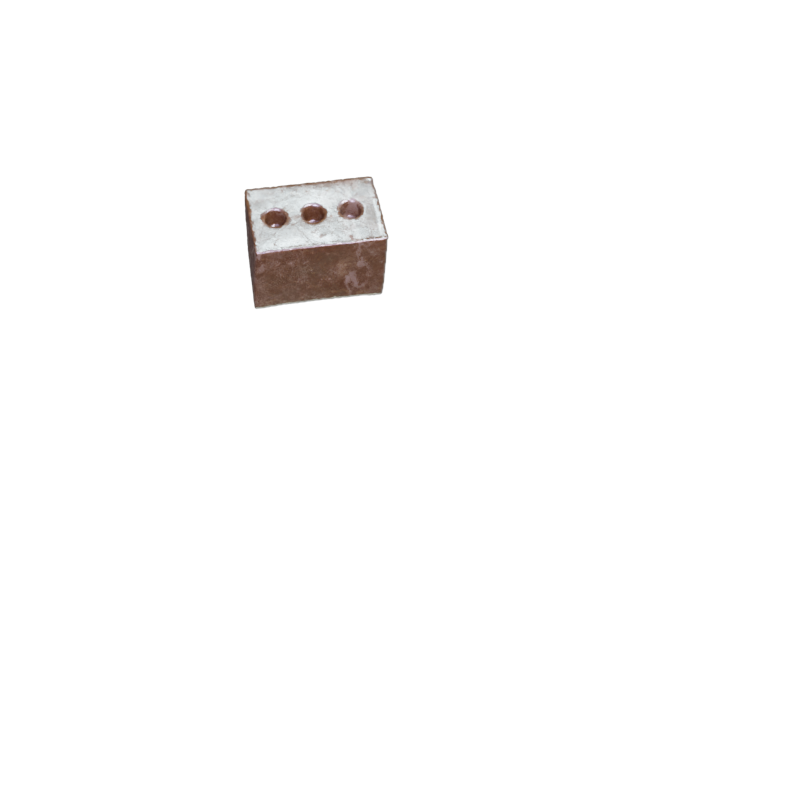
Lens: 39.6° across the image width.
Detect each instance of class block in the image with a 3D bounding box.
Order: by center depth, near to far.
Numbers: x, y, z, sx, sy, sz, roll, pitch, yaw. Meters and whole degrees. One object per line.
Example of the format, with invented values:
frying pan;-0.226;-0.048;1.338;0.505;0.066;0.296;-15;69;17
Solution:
block;-0.051;-0.093;0.652;0.077;0.057;0.048;-8;-36;-7
